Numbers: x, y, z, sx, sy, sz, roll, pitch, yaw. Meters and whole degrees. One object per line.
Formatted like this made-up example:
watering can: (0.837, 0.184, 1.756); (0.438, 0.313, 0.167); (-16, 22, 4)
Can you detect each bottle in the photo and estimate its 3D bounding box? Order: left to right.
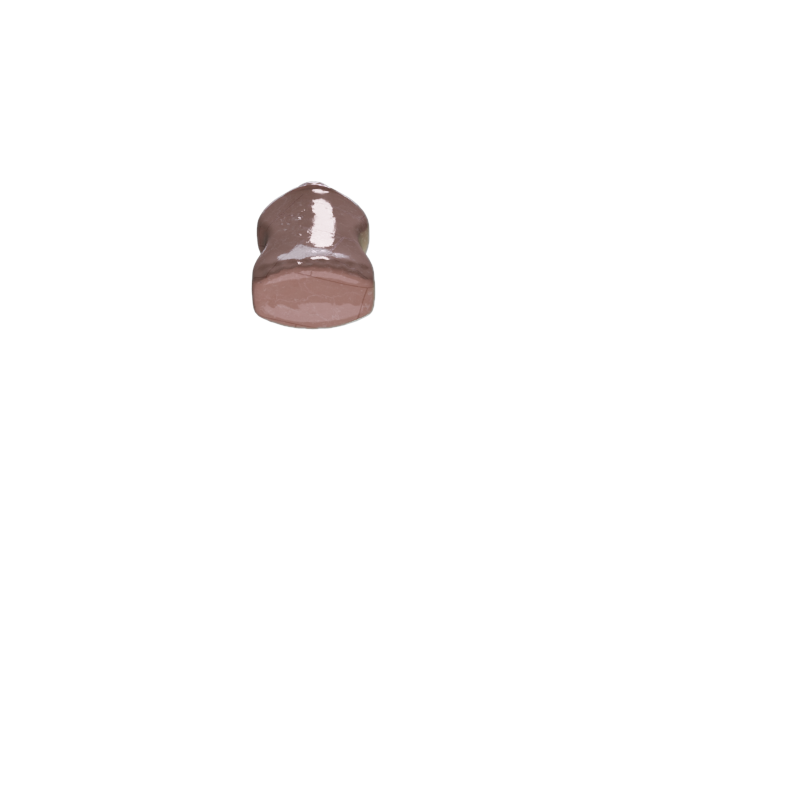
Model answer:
bottle: (-0.073, -0.134, 0.934); (0.096, 0.055, 0.204); (-3, 34, -2)
